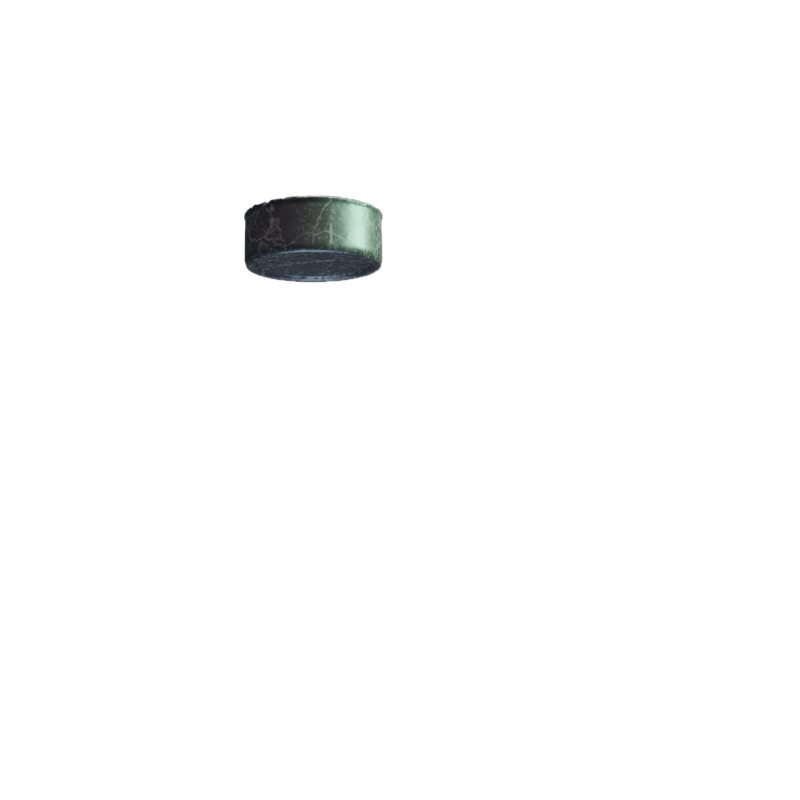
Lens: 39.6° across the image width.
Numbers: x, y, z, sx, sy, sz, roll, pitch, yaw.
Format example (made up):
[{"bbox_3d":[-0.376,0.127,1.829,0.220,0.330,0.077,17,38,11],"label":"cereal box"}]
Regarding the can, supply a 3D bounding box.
[{"bbox_3d":[-0.053,-0.097,0.681,0.086,0.035,0.084,0,-8,-2],"label":"can"}]
